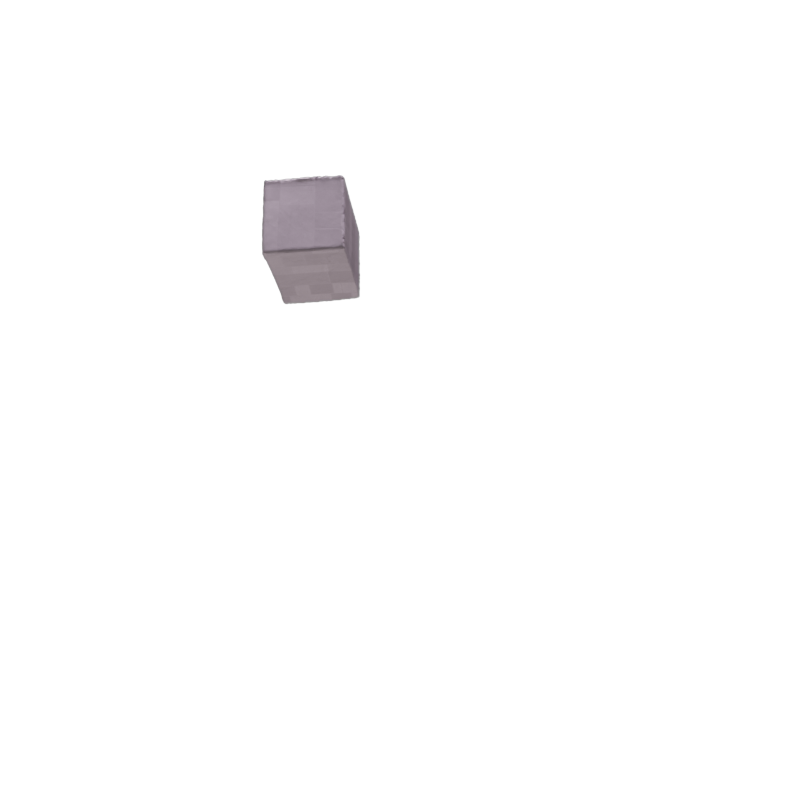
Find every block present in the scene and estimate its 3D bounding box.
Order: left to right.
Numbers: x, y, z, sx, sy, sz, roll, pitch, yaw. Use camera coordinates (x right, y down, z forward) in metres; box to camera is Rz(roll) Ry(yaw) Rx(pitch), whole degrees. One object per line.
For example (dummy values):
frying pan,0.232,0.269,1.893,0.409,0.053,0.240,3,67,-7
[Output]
block,-0.055,-0.101,0.708,0.053,0.054,0.073,-3,-22,5
